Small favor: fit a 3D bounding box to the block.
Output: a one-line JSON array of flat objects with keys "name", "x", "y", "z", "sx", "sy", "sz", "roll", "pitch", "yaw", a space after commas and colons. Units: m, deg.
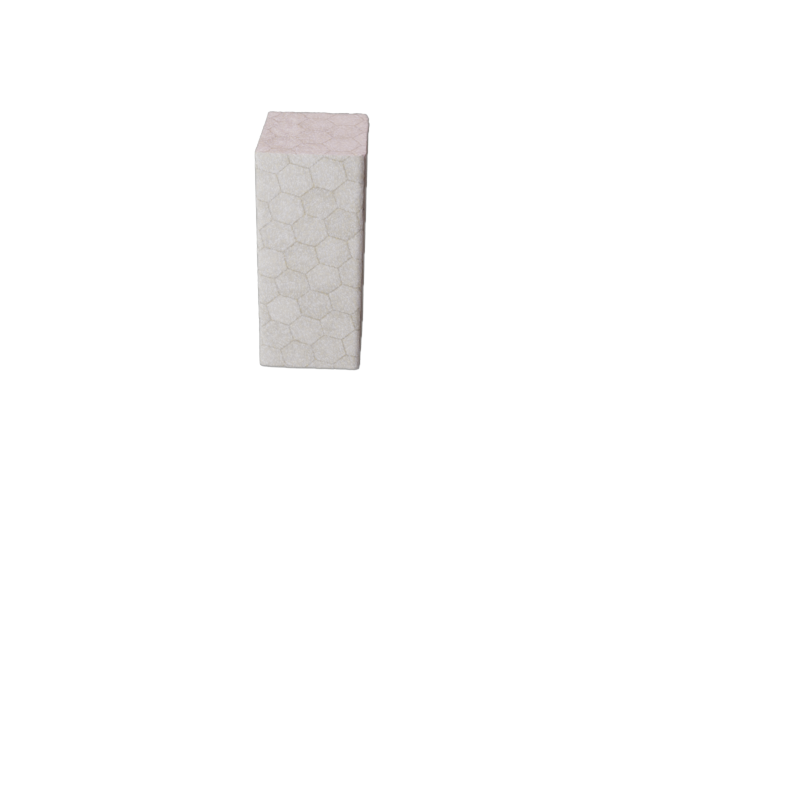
[{"name": "block", "x": -0.075, "y": -0.137, "z": 0.961, "sx": 0.090, "sy": 0.194, "sz": 0.096, "roll": 3, "pitch": 31, "yaw": 1}]
